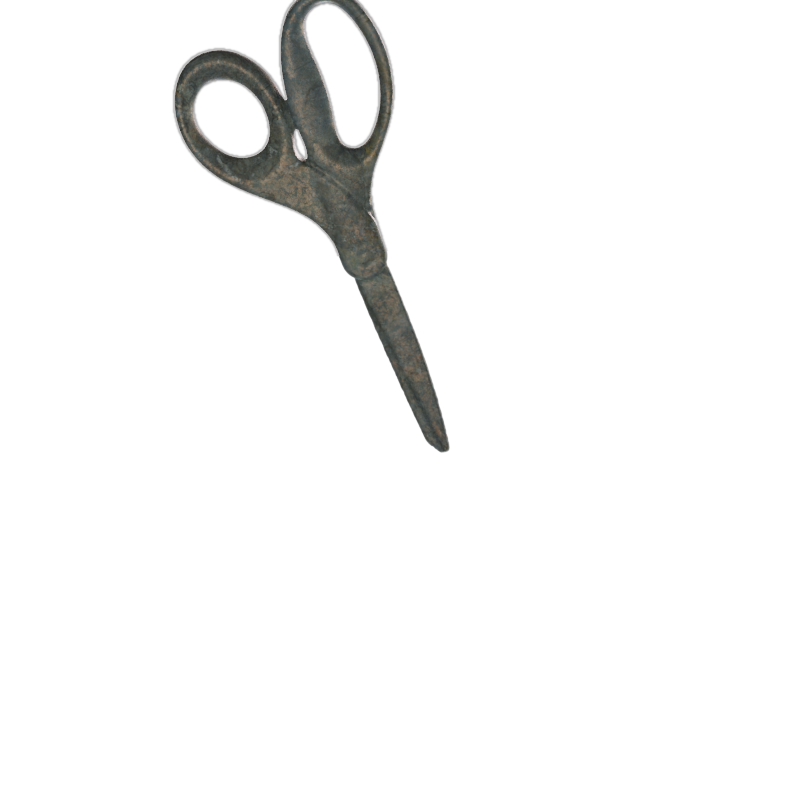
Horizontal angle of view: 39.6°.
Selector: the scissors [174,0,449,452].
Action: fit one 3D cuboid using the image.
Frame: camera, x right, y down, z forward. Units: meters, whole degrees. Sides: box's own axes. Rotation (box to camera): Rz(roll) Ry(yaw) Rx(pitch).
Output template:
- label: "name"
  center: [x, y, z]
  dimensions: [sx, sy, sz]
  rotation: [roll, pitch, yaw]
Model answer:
- label: "scissors"
  center: [-0.036, -0.065, 0.454]
  dimensions: [0.096, 0.194, 0.016]
  rotation: [-5, 16, 1]
